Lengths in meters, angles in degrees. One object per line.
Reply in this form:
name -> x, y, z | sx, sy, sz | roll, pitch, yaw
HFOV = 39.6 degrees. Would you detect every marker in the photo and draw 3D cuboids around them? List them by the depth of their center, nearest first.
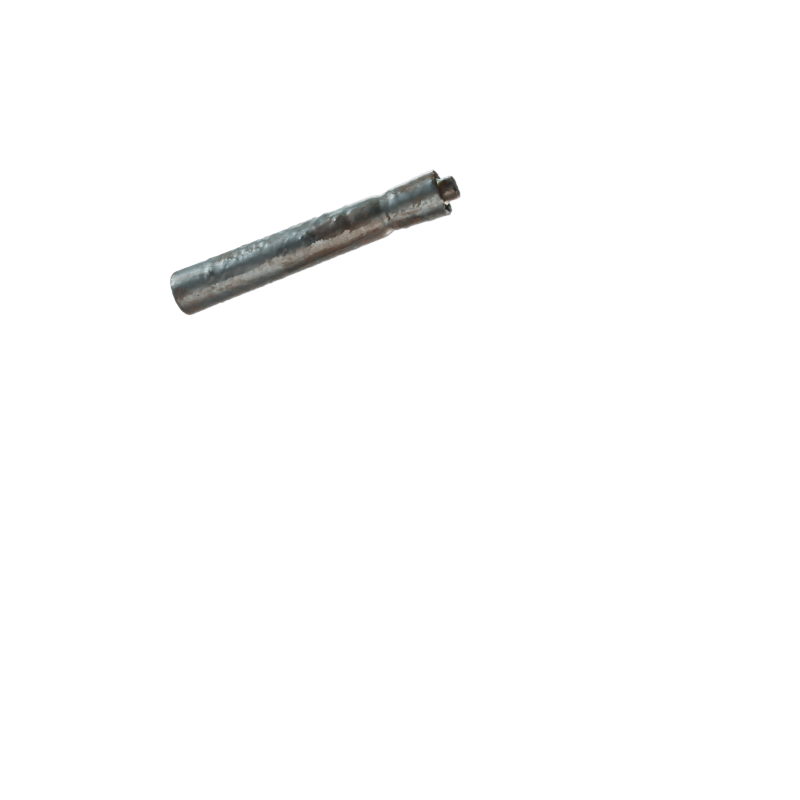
marker -> -0.034, -0.062, 0.437 | 0.122, 0.020, 0.019 | -19, -1, 16
